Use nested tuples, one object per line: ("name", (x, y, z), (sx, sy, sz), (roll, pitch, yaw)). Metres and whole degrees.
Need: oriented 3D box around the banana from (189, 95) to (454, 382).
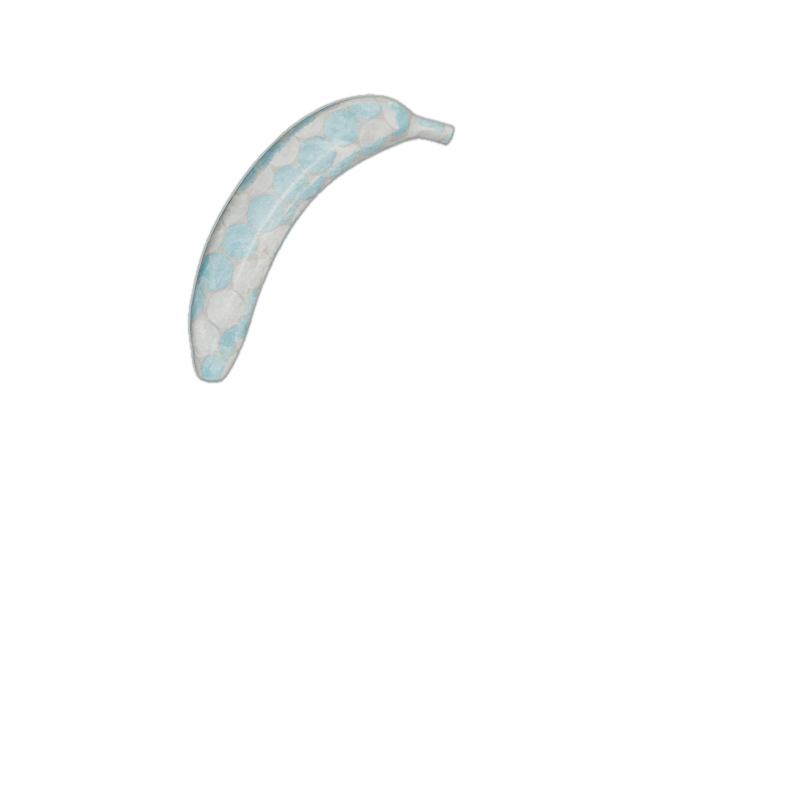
("banana", (-0.058, -0.101, 0.603), (0.071, 0.199, 0.036), (43, -6, 4))
